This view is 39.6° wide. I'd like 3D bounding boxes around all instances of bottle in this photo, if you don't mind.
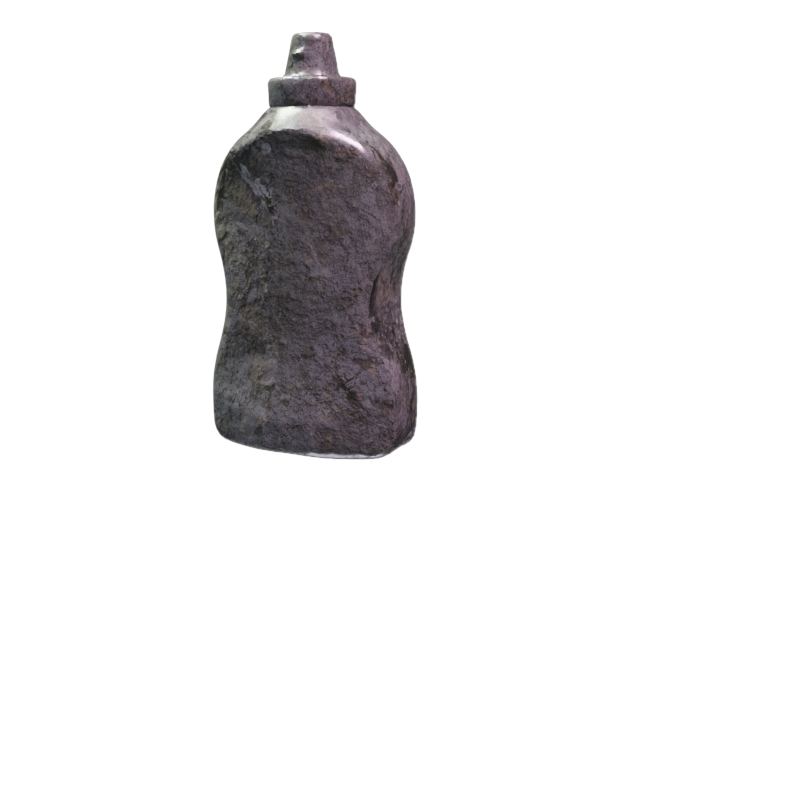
[{"bbox_3d":[-0.041,-0.074,0.517,0.099,0.189,0.057,3,6,27],"label":"bottle"}]
